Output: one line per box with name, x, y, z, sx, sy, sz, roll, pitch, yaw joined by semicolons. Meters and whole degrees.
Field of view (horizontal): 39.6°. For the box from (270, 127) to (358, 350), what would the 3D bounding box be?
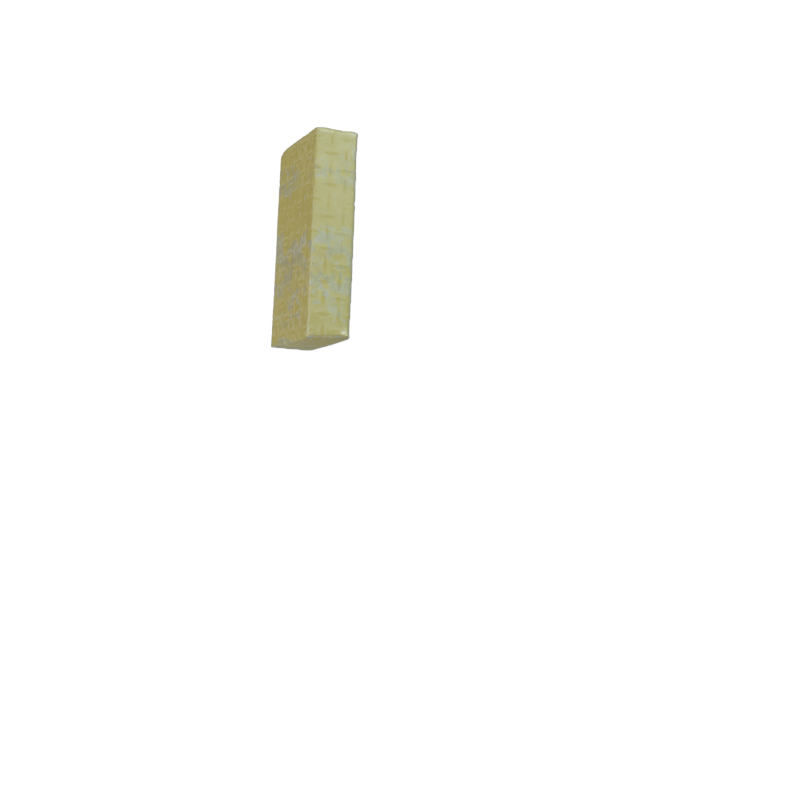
box;-0.074;-0.135;0.942;0.046;0.181;0.094;4;-11;-24
